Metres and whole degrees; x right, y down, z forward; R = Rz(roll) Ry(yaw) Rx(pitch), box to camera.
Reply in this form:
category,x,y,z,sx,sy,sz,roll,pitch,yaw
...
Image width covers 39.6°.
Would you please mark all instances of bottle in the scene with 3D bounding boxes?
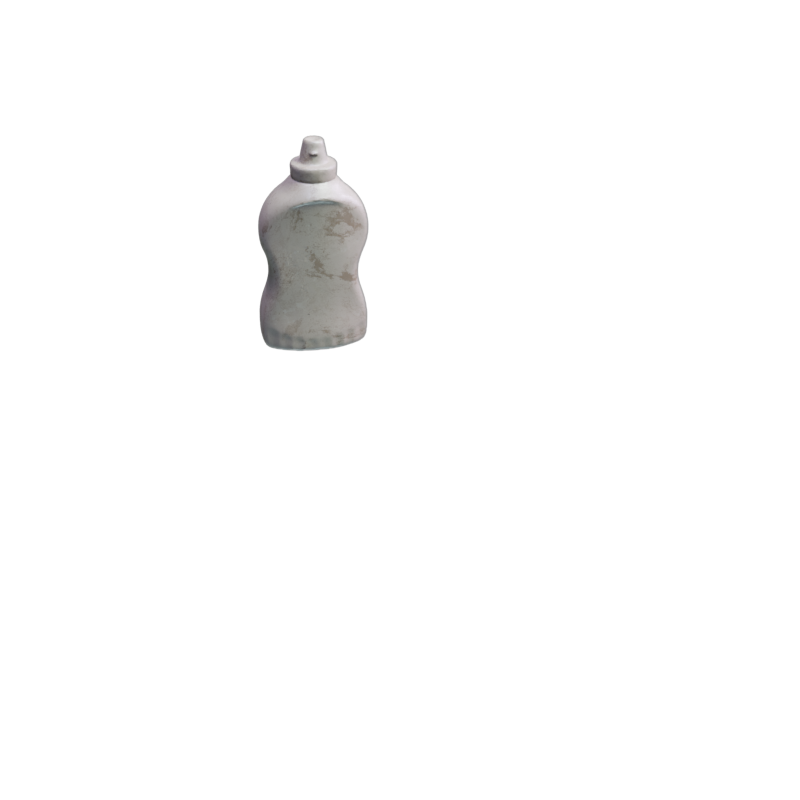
category,x,y,z,sx,sy,sz,roll,pitch,yaw
bottle,-0.076,-0.139,0.974,0.095,0.182,0.062,-3,26,-9
